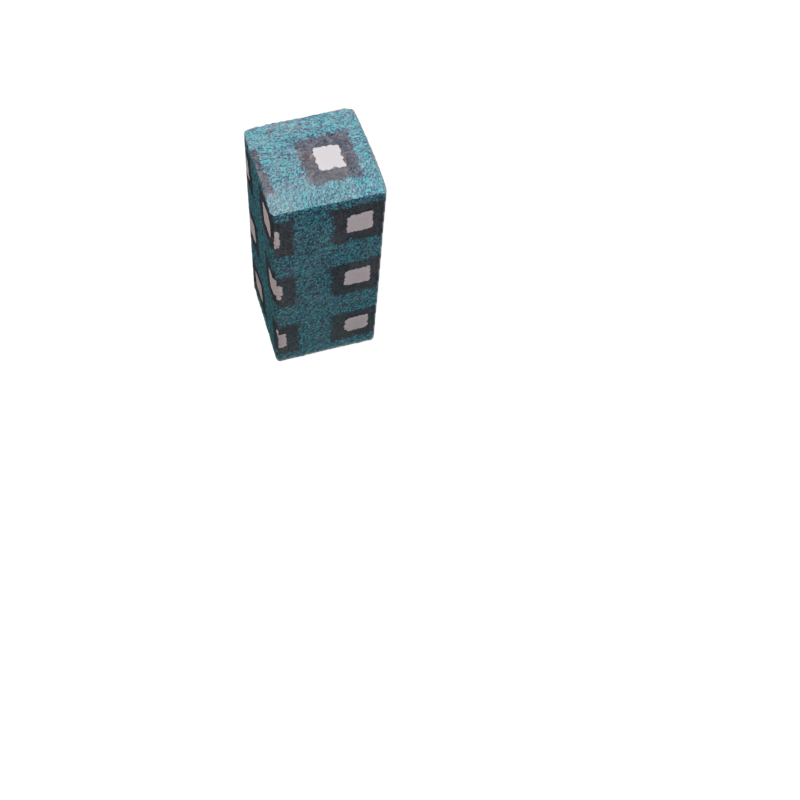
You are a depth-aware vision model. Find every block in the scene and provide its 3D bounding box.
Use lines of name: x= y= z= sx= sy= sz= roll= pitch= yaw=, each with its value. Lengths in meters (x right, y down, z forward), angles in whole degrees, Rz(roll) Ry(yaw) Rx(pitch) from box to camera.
block: x=-0.071 y=-0.130 z=0.909 sx=0.090 sy=0.097 sz=0.193 roll=-13 pitch=-29 yaw=-12
